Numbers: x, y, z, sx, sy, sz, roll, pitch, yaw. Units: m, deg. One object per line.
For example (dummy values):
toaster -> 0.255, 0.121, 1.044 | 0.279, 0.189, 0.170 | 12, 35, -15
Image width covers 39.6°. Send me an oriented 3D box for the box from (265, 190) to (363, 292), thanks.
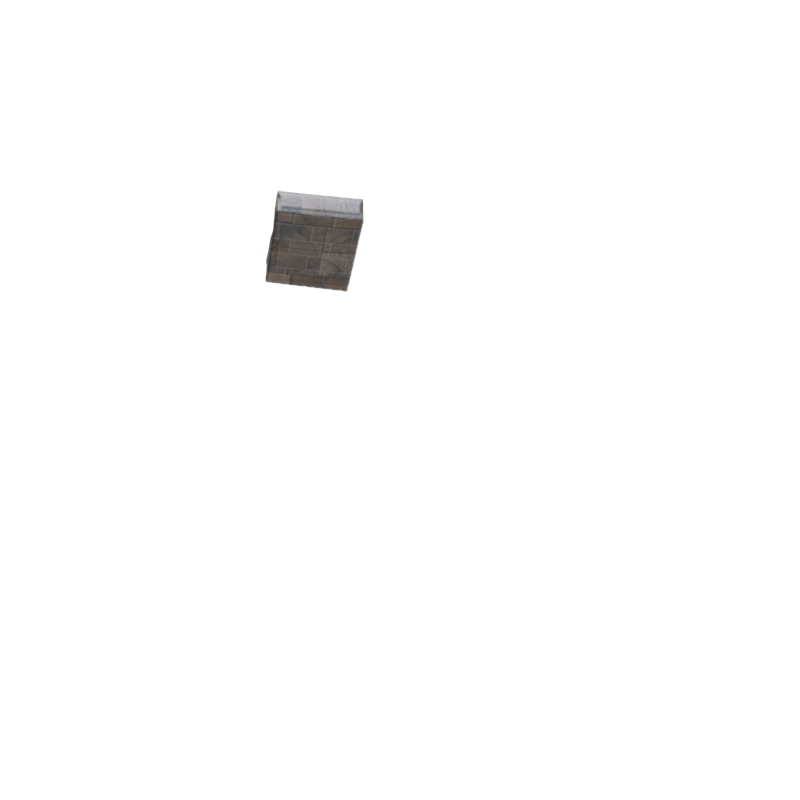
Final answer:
box -> -0.074, -0.135, 0.946 | 0.072, 0.032, 0.084 | 6, -42, -8
